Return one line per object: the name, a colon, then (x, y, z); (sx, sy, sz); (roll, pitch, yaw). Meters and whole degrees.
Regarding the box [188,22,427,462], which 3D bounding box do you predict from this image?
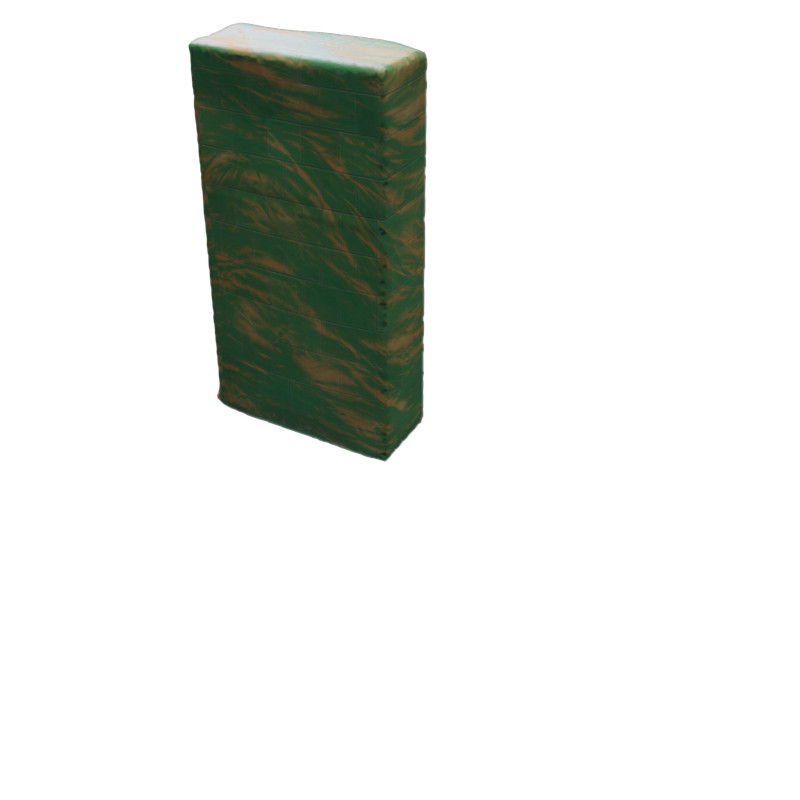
box: (-0.037, -0.068, 0.477); (0.098, 0.167, 0.048); (16, 29, 27)
